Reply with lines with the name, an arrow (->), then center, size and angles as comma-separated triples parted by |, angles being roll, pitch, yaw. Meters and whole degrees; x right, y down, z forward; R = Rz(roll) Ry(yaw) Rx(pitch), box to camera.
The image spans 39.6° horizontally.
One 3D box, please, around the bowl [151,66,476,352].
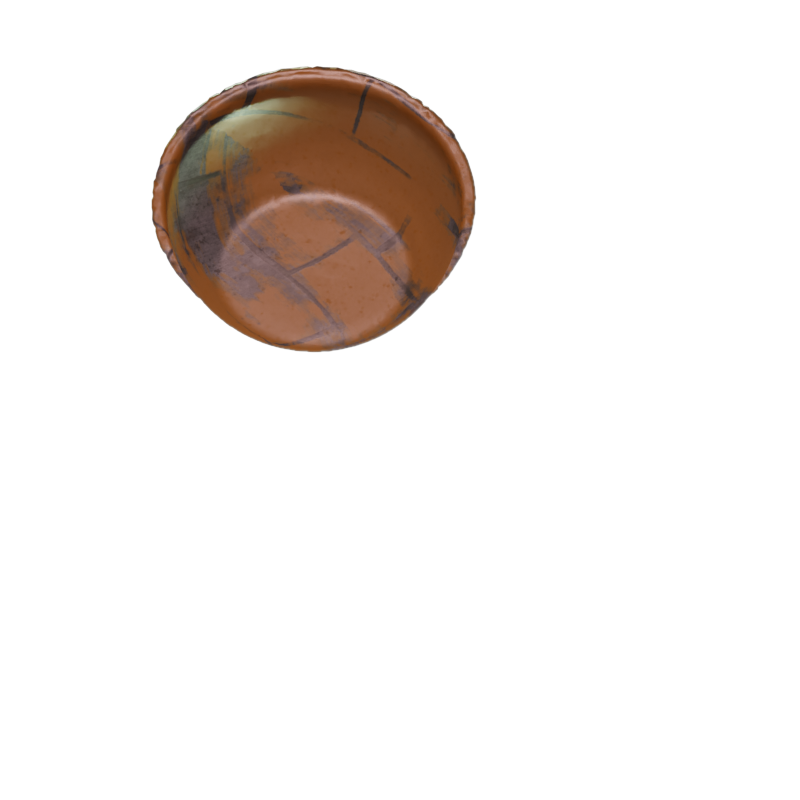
bowl -> -0.042, -0.076, 0.534 | 0.162, 0.151, 0.059 | 1, 39, -1
